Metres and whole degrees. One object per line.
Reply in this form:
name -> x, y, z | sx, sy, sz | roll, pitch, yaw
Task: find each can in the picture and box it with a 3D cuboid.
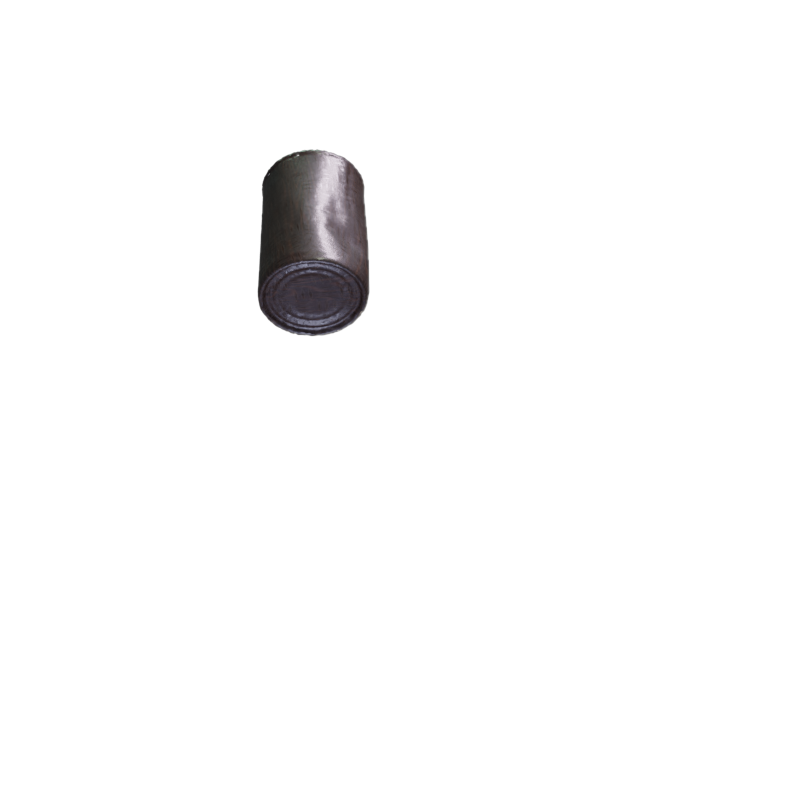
can -> -0.054, -0.099, 0.695 | 0.068, 0.110, 0.064 | -1, -43, -3
